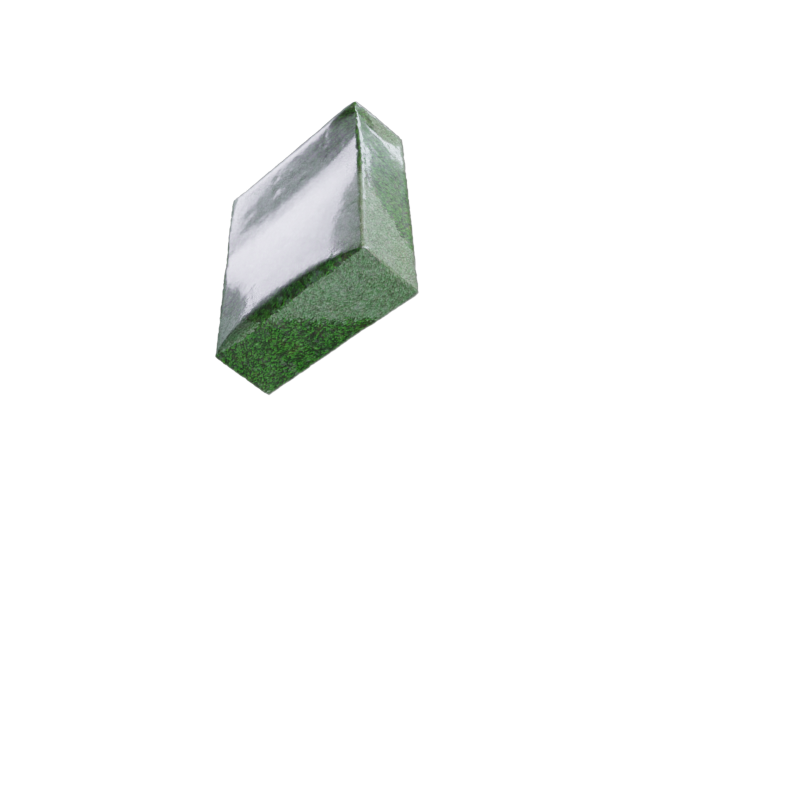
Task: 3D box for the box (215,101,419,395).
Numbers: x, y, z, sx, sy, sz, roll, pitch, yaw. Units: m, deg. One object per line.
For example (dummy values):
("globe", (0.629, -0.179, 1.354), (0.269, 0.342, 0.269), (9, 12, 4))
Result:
("box", (-0.074, -0.134, 0.939), (0.163, 0.229, 0.067), (-34, -53, 25))
